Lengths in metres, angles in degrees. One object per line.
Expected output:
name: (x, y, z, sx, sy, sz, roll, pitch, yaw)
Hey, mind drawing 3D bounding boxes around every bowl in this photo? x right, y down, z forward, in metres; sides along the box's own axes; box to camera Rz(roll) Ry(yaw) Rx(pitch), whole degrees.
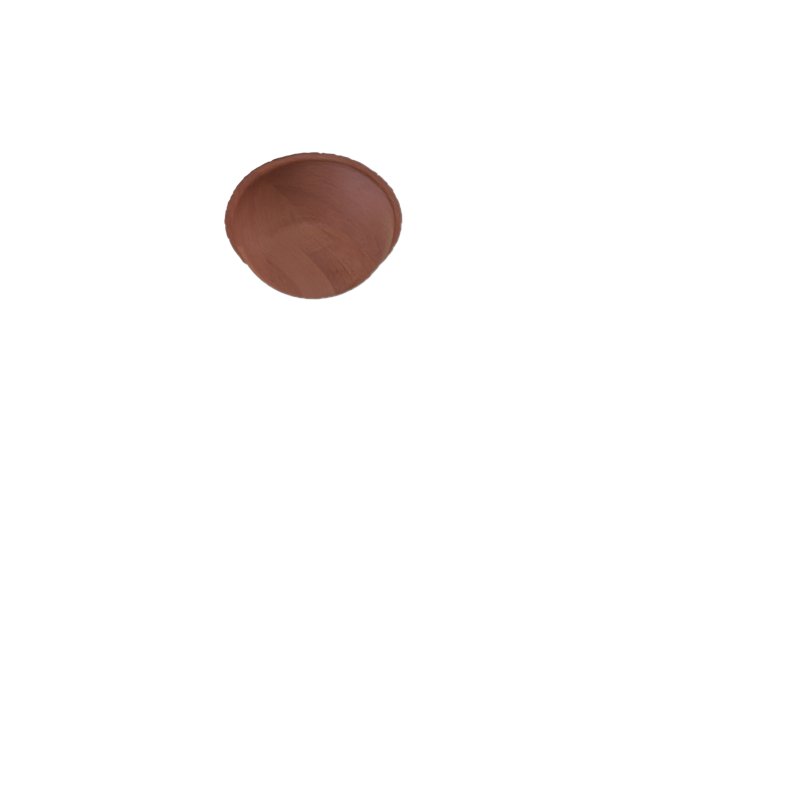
bowl: (-0.078, -0.141, 0.990, 0.162, 0.059, 0.151, 1, -45, -1)
